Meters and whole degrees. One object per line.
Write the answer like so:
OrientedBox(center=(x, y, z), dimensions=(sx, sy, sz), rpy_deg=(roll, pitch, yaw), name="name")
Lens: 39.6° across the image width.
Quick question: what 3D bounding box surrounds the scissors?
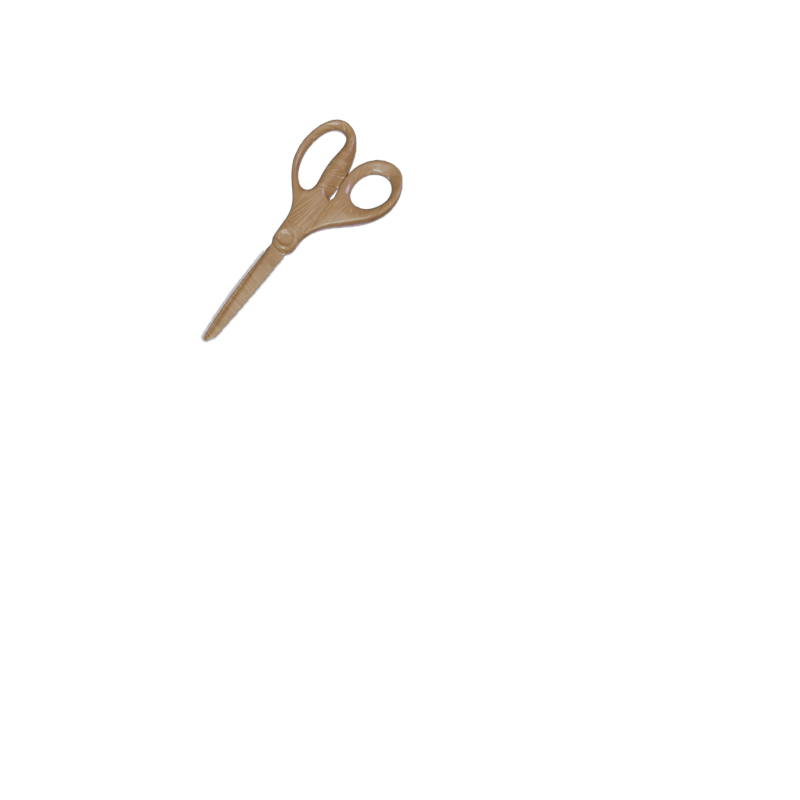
OrientedBox(center=(-0.065, -0.119, 0.832), dimensions=(0.098, 0.208, 0.015), rpy_deg=(18, -19, 6), name="scissors")
